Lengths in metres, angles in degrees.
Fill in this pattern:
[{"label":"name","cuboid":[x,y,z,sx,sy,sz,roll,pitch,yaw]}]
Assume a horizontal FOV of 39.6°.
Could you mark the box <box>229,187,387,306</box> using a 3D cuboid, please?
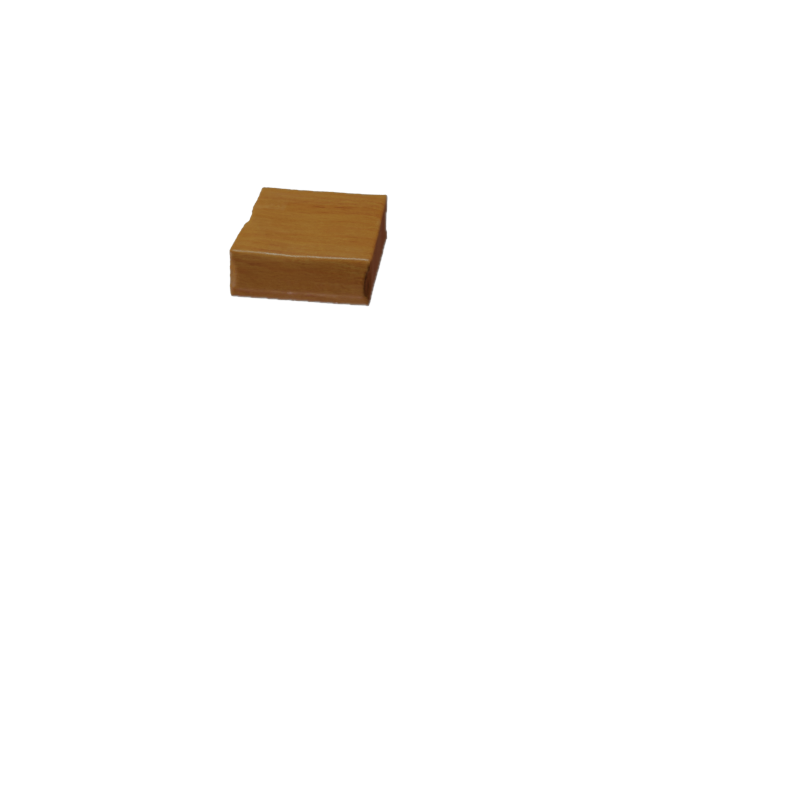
[{"label":"box","cuboid":[-0.047,-0.085,0.598,0.074,0.028,0.094,4,32,6]}]
